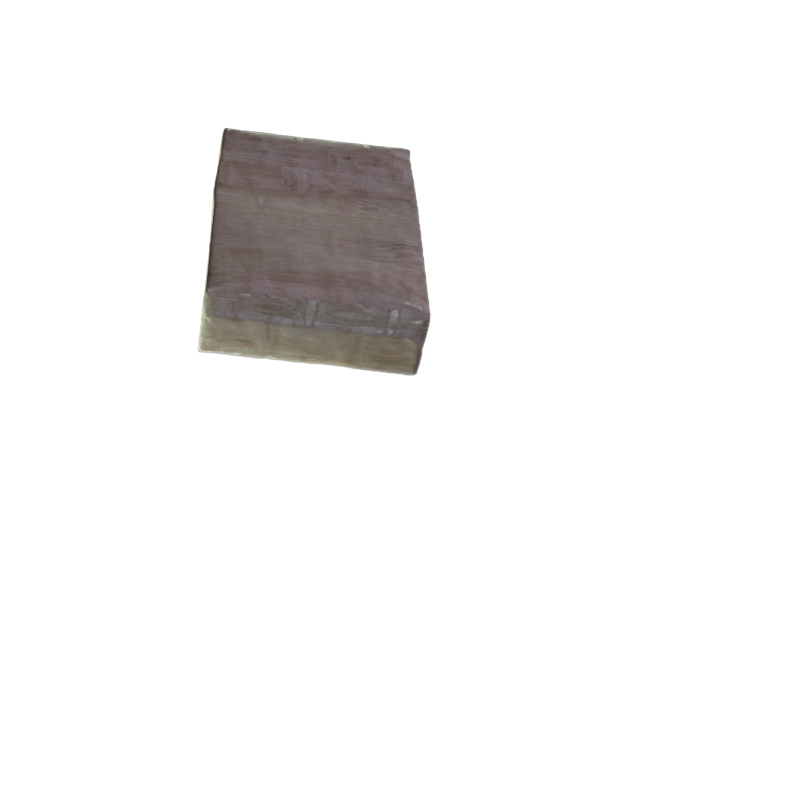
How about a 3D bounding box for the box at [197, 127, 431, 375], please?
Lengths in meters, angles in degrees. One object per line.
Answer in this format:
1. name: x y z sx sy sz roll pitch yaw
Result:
1. box: -0.068 -0.124 0.868 0.162 0.067 0.229 5 42 -7
